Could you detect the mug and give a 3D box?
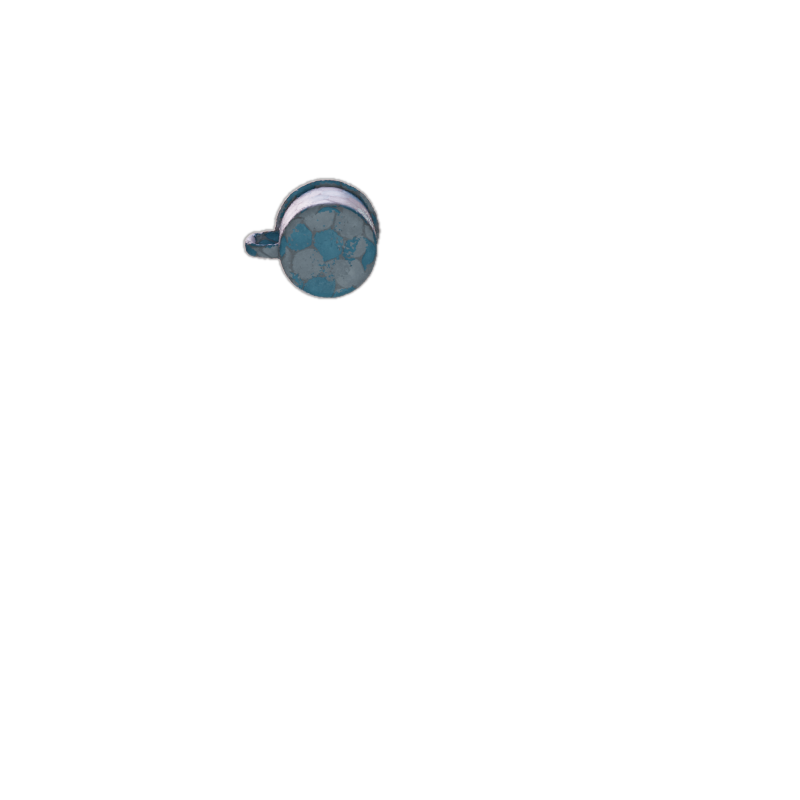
[{"bbox_3d":[-0.073,-0.134,0.938,0.117,0.090,0.085,-1,17,-1],"label":"mug"}]
